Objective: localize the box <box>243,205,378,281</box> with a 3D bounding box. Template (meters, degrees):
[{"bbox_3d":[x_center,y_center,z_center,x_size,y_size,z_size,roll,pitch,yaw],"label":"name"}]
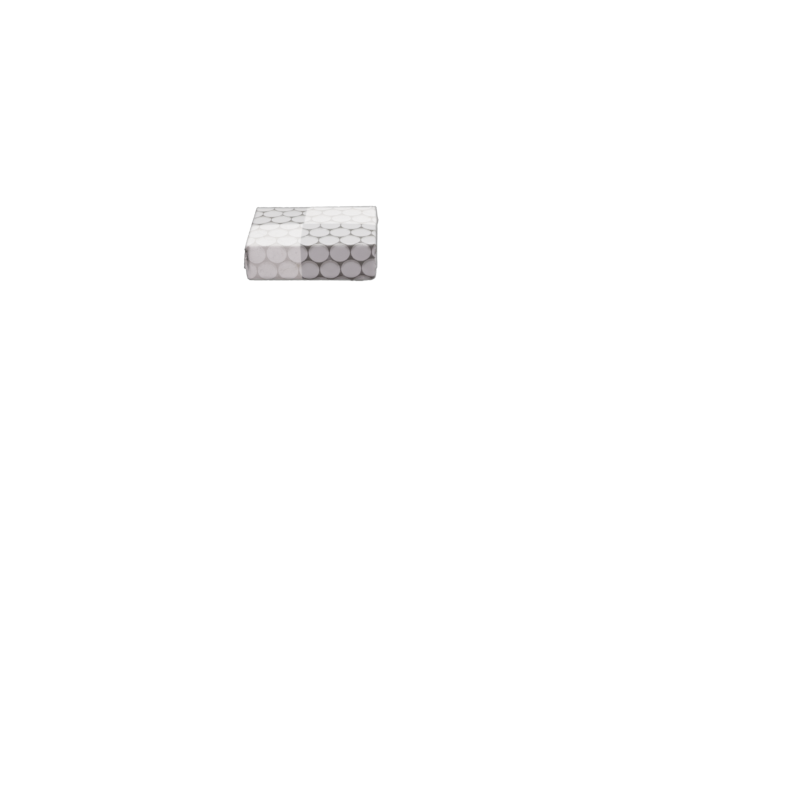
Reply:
[{"bbox_3d":[-0.076,-0.139,0.971,0.114,0.037,0.095,1,30,1],"label":"box"}]
